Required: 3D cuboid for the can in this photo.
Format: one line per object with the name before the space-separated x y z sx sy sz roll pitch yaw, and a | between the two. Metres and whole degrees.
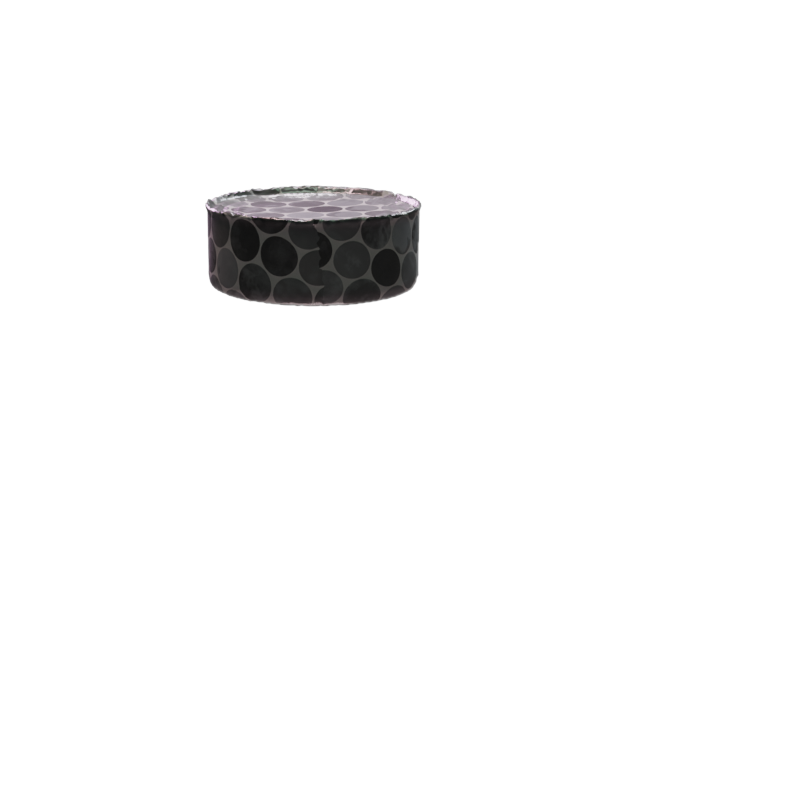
can | -0.035 -0.063 0.444 0.086 0.032 0.089 -1 18 -2
